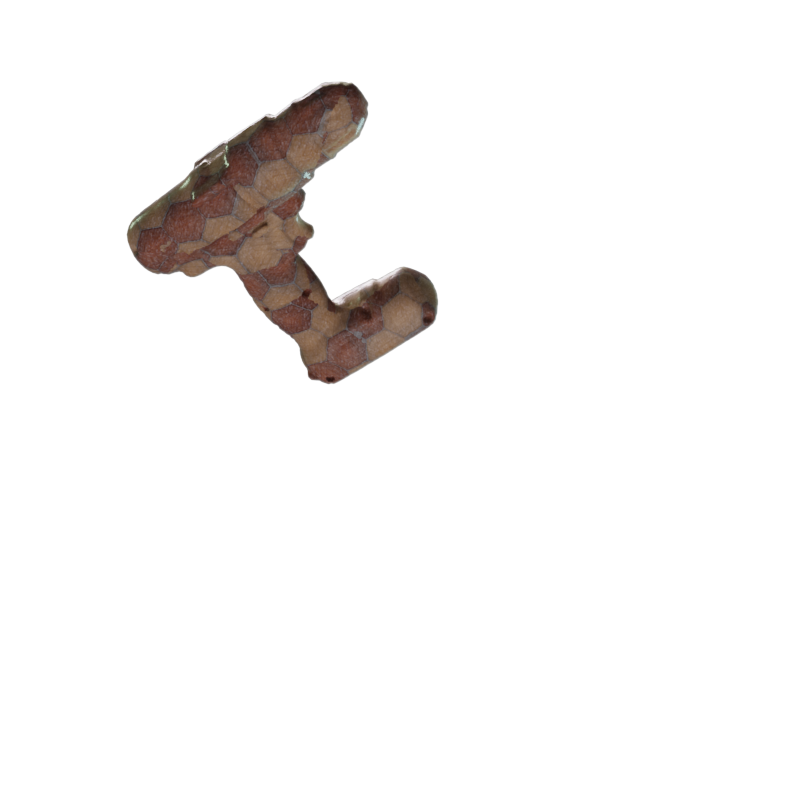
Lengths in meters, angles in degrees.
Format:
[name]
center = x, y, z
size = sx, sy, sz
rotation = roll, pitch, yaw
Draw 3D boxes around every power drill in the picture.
[power drill]
center = -0.058, -0.105, 0.735
size = 0.184, 0.061, 0.175
rotation = -31, -56, 23
